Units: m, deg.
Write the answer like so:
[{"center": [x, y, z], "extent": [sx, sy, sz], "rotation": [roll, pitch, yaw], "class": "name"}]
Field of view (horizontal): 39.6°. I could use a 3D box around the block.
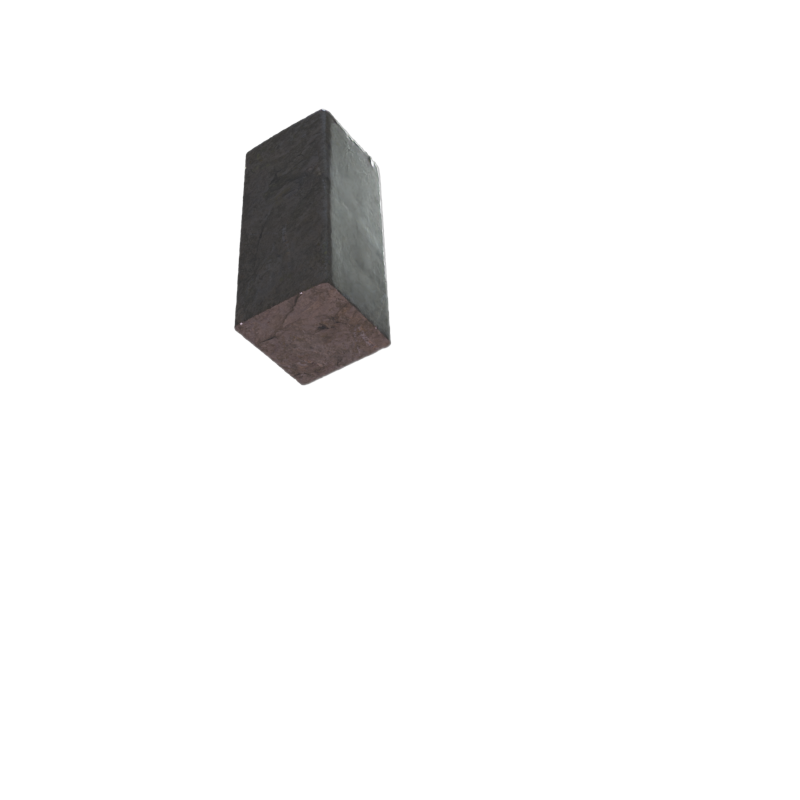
[{"center": [-0.071, -0.131, 0.918], "extent": [0.090, 0.221, 0.084], "rotation": [-26, -47, 23], "class": "block"}]
